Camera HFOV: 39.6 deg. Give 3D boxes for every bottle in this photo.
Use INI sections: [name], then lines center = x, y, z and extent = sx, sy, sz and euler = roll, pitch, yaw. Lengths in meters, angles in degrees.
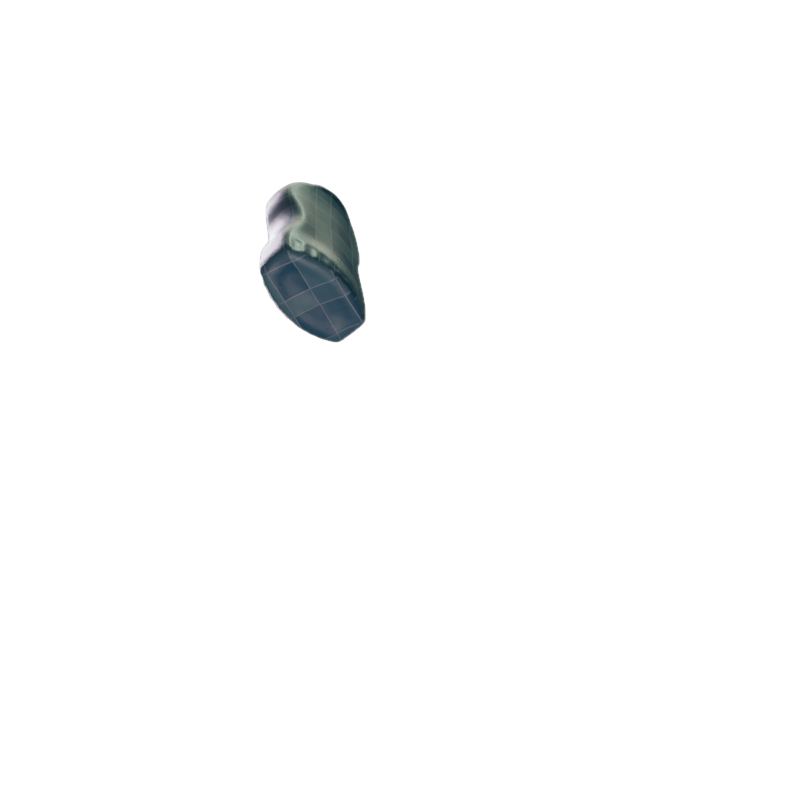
[bottle]
center = -0.074, -0.135, 0.946
extent = 0.091, 0.058, 0.204
euler = 40, 23, -25
